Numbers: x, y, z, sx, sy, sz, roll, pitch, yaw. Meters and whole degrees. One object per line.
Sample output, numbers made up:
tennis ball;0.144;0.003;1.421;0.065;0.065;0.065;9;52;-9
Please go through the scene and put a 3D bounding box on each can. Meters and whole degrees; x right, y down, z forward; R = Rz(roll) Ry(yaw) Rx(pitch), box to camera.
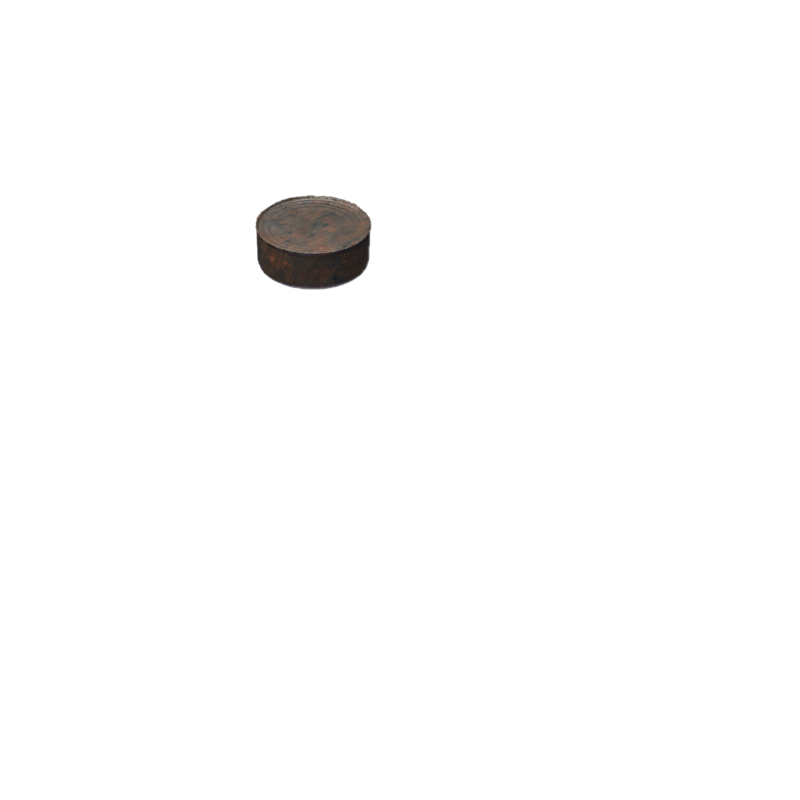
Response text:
can;-0.065;-0.118;0.827;0.086;0.031;0.092;-1;36;-2
